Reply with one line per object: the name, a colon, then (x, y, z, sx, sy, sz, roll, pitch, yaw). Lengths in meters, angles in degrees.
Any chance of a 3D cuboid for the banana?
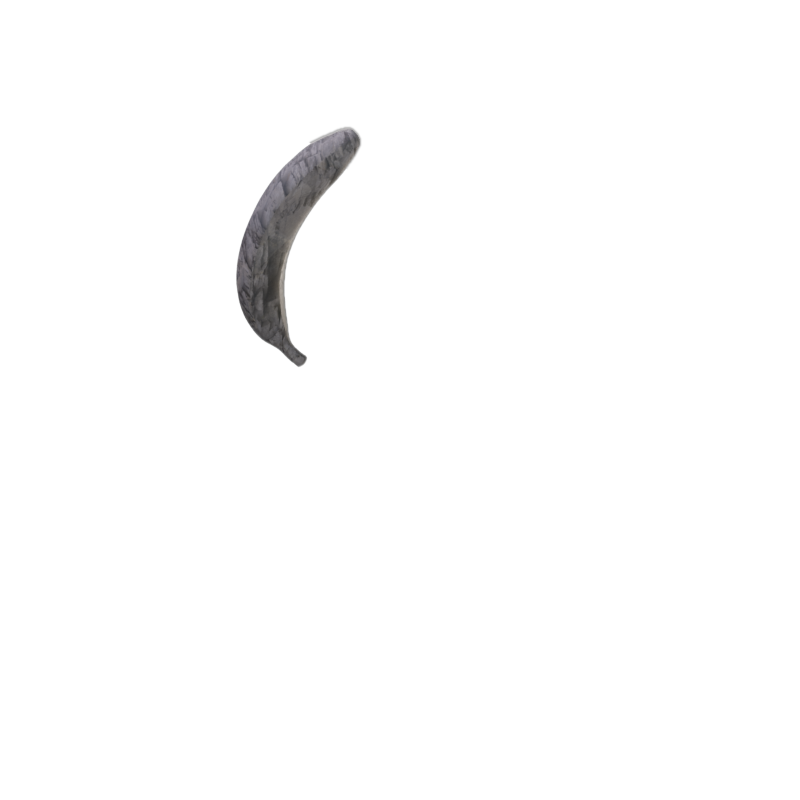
banana: (-0.084, -0.120, 0.838, 0.069, 0.189, 0.039, 12, 27, -8)
